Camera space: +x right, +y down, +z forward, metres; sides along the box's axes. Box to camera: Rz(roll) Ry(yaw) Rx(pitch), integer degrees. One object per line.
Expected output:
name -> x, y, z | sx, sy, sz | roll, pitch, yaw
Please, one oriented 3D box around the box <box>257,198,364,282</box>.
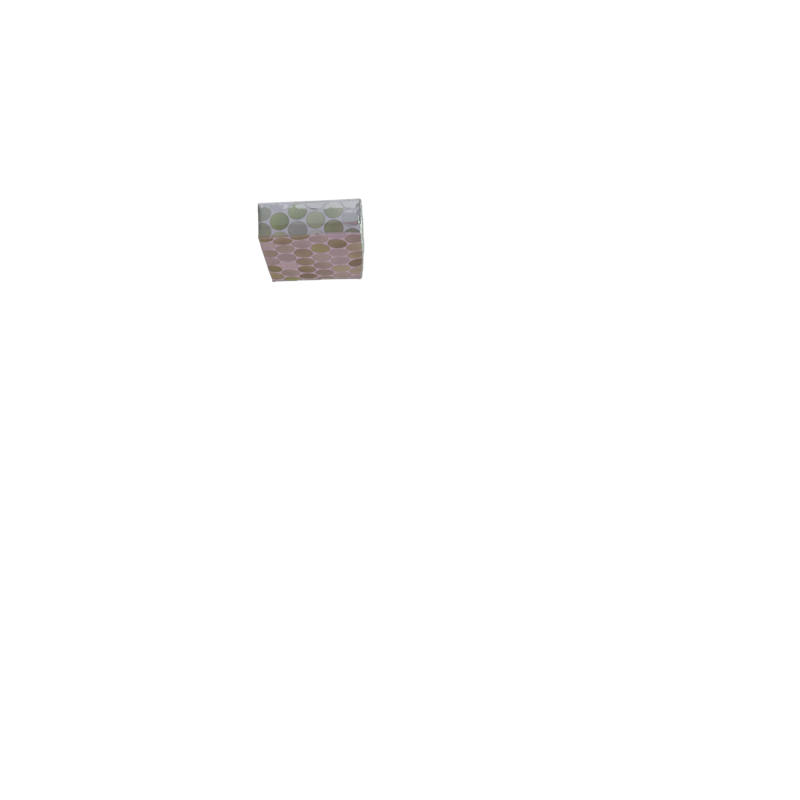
box -> -0.078, -0.142, 0.992 | 0.090, 0.041, 0.108 | -1, -18, 1
